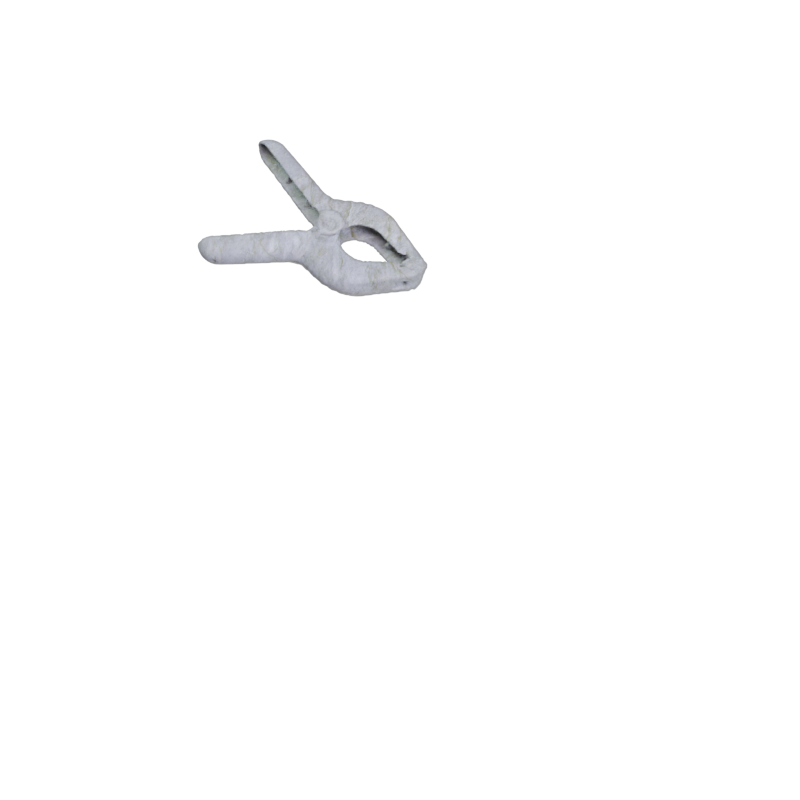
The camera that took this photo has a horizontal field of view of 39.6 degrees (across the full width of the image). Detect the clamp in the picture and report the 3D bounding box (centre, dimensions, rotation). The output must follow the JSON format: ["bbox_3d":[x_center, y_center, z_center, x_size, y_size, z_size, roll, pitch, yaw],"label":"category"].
[{"bbox_3d":[-0.067,-0.122,0.856,0.177,0.123,0.037,30,-22,13],"label":"clamp"}]
